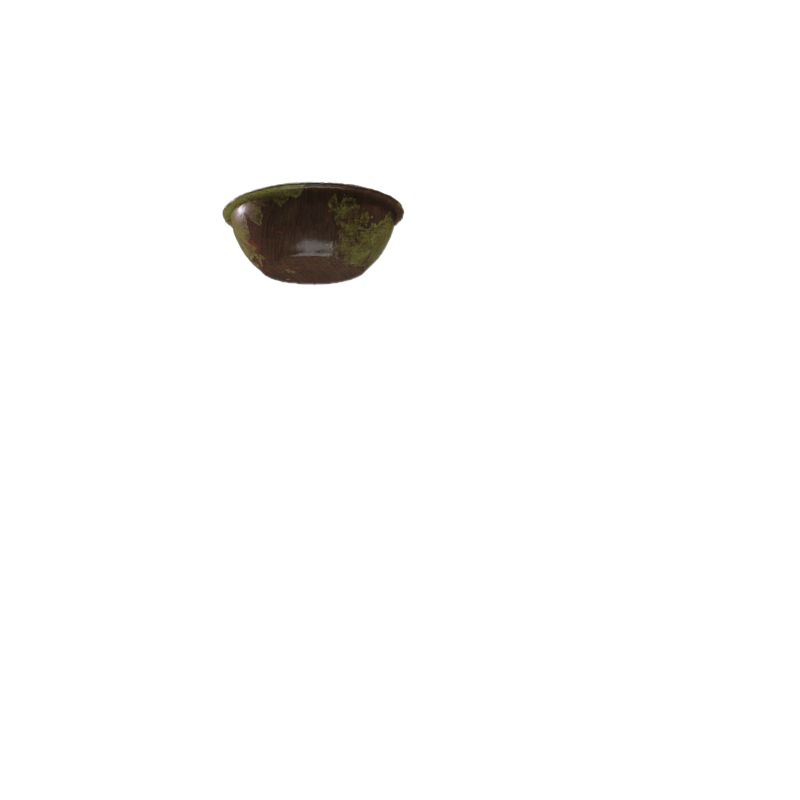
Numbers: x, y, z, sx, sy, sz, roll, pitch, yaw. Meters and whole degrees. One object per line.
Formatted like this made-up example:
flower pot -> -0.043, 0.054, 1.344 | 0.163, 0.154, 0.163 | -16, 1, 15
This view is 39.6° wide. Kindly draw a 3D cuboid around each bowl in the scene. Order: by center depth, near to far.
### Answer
bowl -> -0.077, -0.140, 0.980 | 0.162, 0.057, 0.157 | 0, -11, -2
